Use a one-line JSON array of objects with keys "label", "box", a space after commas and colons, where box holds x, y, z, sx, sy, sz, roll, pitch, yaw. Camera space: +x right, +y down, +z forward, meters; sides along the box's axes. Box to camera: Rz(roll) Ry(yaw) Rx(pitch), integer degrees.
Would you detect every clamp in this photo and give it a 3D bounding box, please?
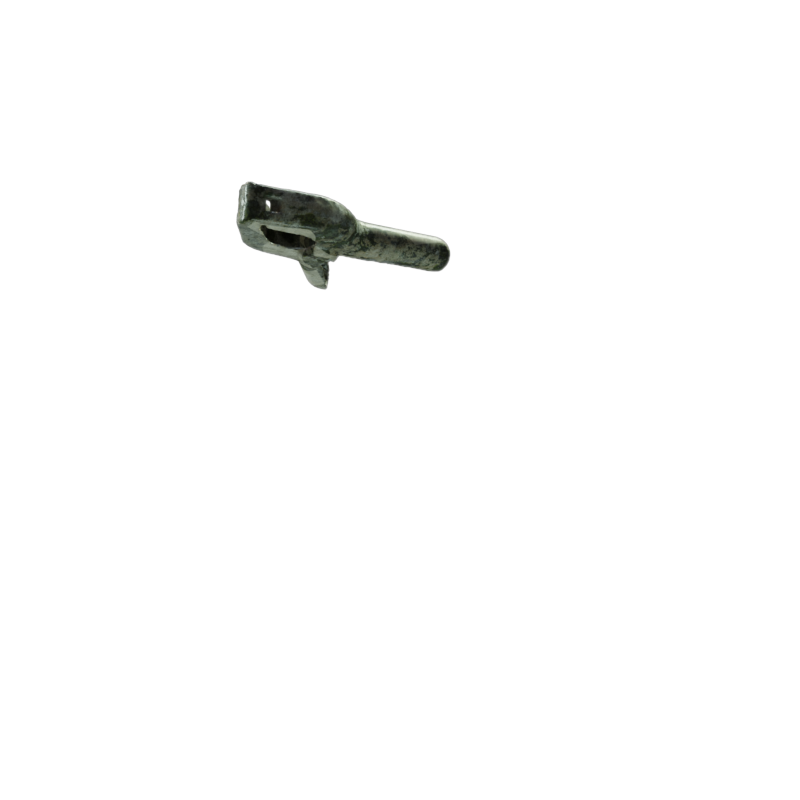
[{"label": "clamp", "box": [-0.061, -0.111, 0.776, 0.122, 0.041, 0.161, -16, -23, 41]}]
